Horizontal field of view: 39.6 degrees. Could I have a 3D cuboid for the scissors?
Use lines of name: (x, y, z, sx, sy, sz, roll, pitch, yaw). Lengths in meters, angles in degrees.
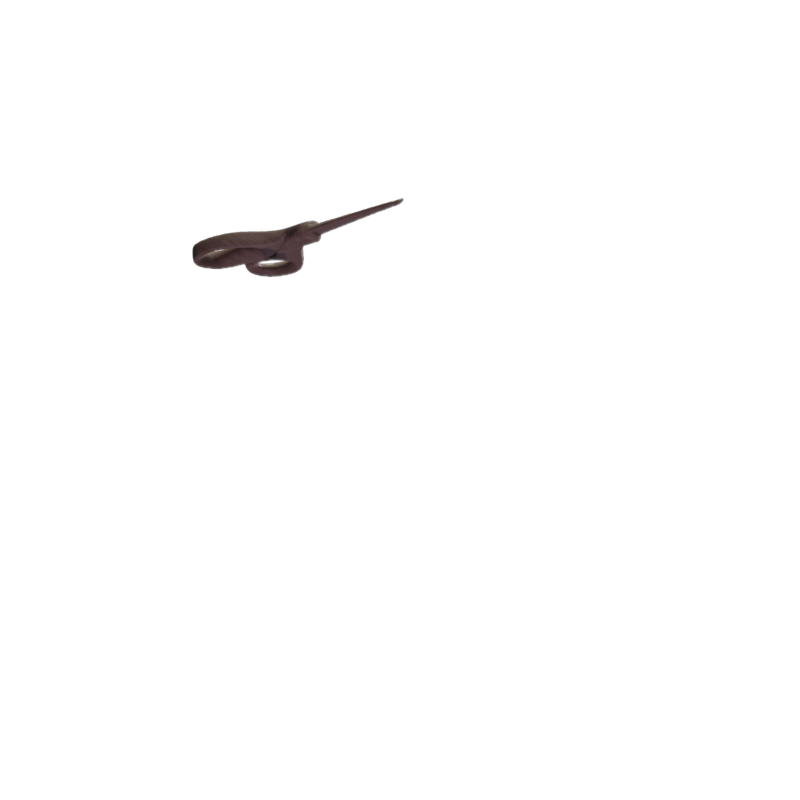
scissors: (-0.066, -0.120, 0.840, 0.207, 0.016, 0.091, -6, -12, 30)
